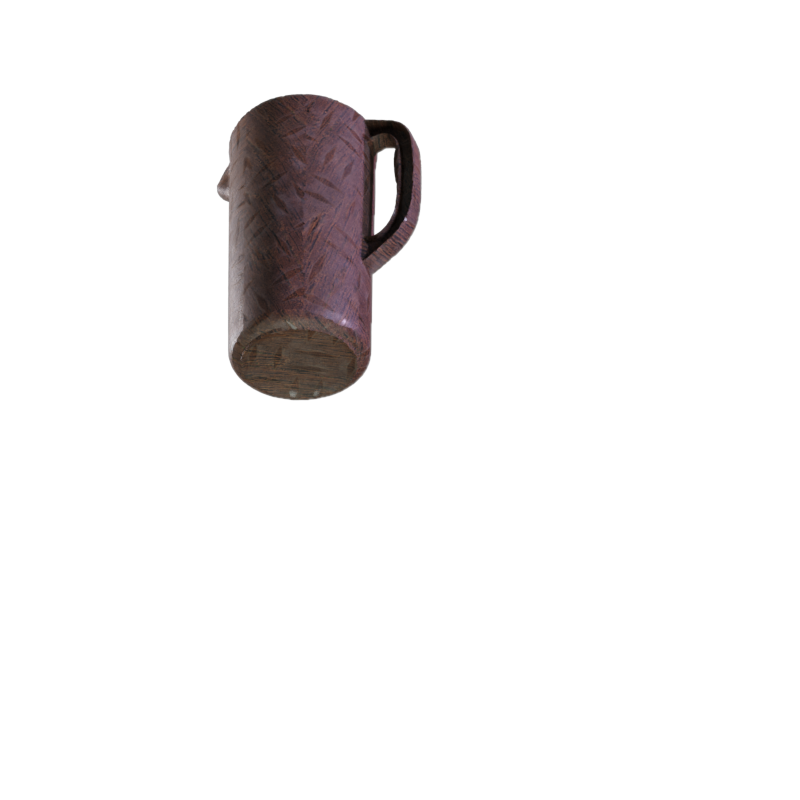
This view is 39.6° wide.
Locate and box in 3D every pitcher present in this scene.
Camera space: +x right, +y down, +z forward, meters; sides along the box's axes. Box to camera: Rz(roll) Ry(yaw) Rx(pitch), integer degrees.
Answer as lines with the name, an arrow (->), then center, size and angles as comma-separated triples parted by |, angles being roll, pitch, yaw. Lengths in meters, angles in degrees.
pitcher -> -0.071, -0.129, 0.903 | 0.140, 0.261, 0.143 | 14, -42, -19
